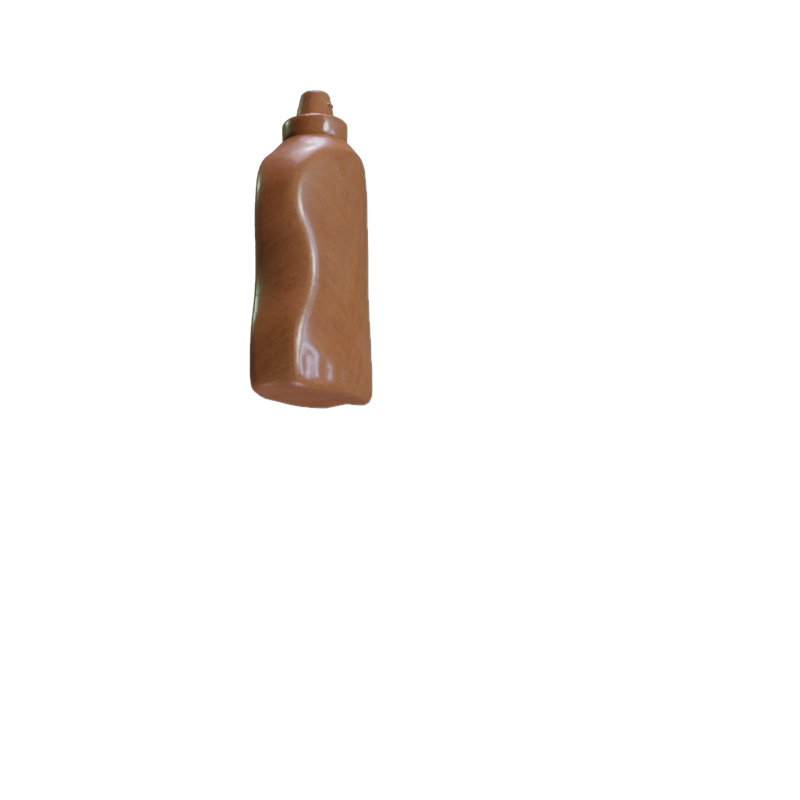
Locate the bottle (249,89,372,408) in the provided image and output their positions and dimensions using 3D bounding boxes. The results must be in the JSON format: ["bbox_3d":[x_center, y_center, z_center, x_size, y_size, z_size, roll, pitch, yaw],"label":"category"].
[{"bbox_3d":[-0.052,-0.096,0.669,0.060,0.199,0.090,-9,-17,27],"label":"bottle"}]
